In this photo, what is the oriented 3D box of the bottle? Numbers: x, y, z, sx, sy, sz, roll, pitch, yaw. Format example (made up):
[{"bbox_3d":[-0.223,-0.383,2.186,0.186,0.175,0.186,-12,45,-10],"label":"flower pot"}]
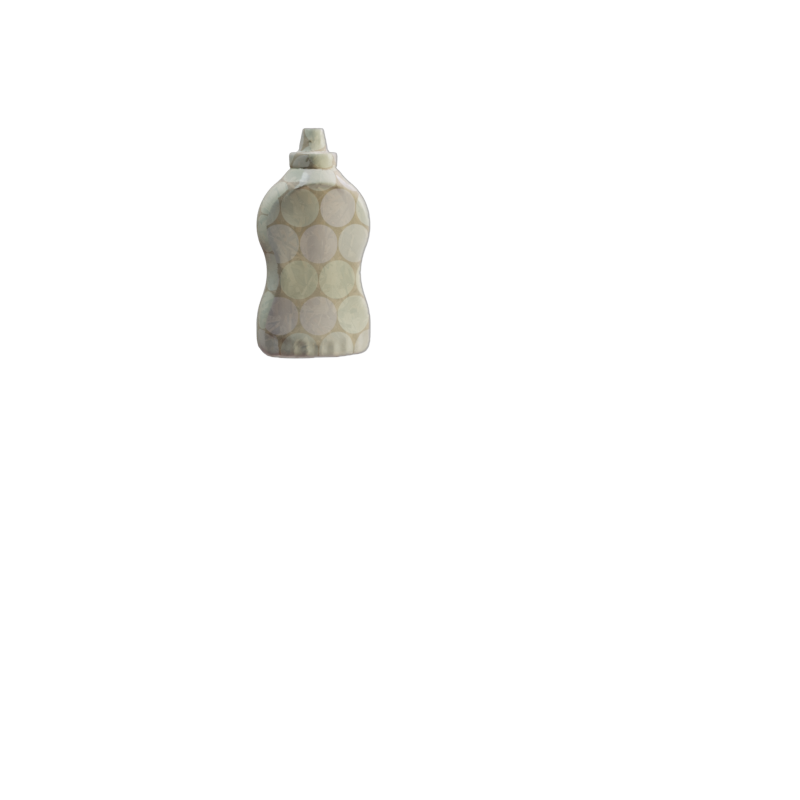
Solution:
[{"bbox_3d":[-0.074,-0.134,0.940,0.095,0.189,0.060,-1,7,-12],"label":"bottle"}]
